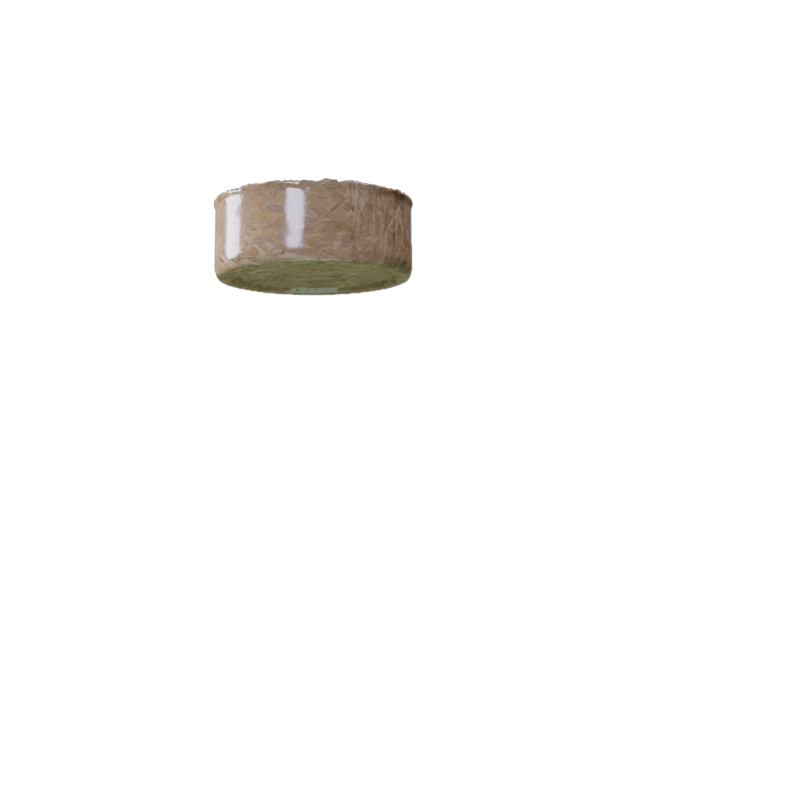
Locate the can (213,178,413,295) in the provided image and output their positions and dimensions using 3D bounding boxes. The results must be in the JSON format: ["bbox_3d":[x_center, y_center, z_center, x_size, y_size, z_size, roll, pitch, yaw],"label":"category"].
[{"bbox_3d":[-0.037,-0.068,0.475,0.086,0.034,0.084,0,-5,-2],"label":"can"}]
